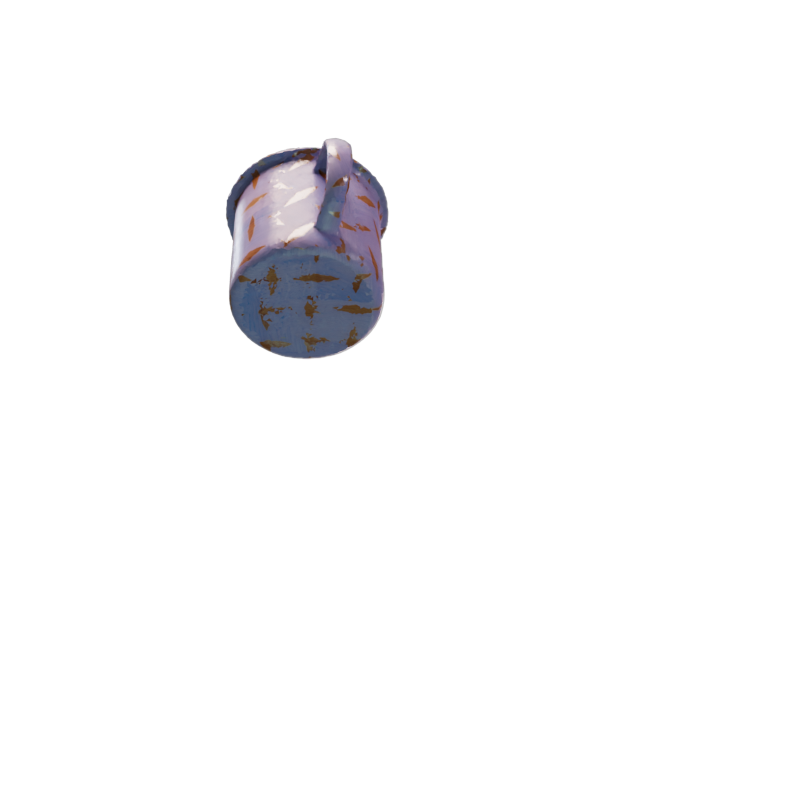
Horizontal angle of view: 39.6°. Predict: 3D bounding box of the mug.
[{"bbox_3d":[-0.047,-0.085,0.596,0.091,0.112,0.087,14,40,-14],"label":"mug"}]
